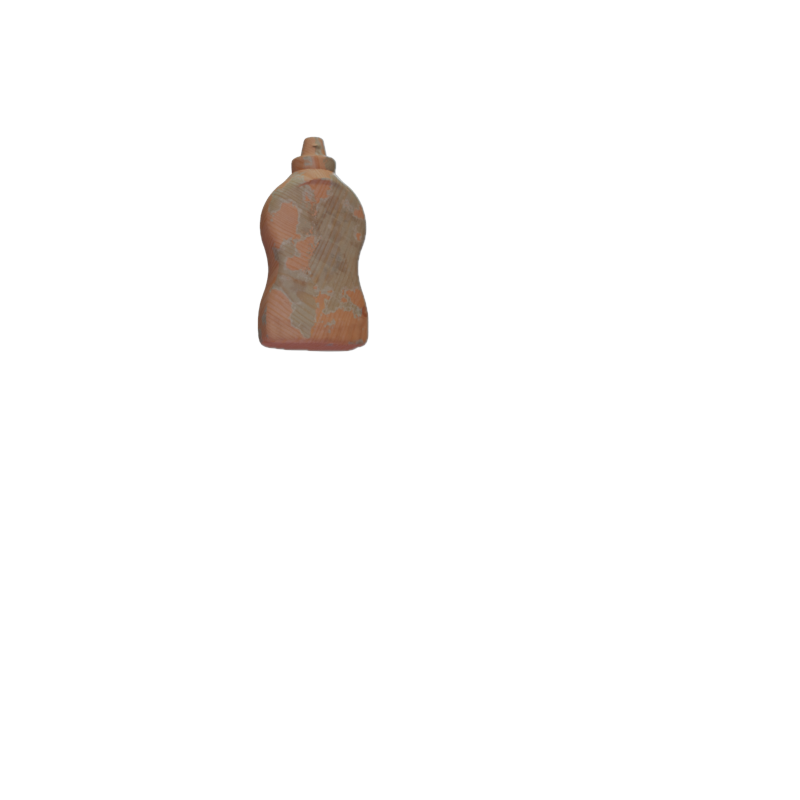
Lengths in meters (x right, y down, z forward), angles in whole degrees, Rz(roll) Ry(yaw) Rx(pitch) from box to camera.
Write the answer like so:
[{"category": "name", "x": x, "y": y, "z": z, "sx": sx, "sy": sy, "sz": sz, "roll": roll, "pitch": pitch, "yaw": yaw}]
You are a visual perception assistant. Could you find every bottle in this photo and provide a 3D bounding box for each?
[{"category": "bottle", "x": -0.078, "y": -0.142, "z": 0.993, "sx": 0.094, "sy": 0.197, "sz": 0.058, "roll": 3, "pitch": -12, "yaw": -17}]
